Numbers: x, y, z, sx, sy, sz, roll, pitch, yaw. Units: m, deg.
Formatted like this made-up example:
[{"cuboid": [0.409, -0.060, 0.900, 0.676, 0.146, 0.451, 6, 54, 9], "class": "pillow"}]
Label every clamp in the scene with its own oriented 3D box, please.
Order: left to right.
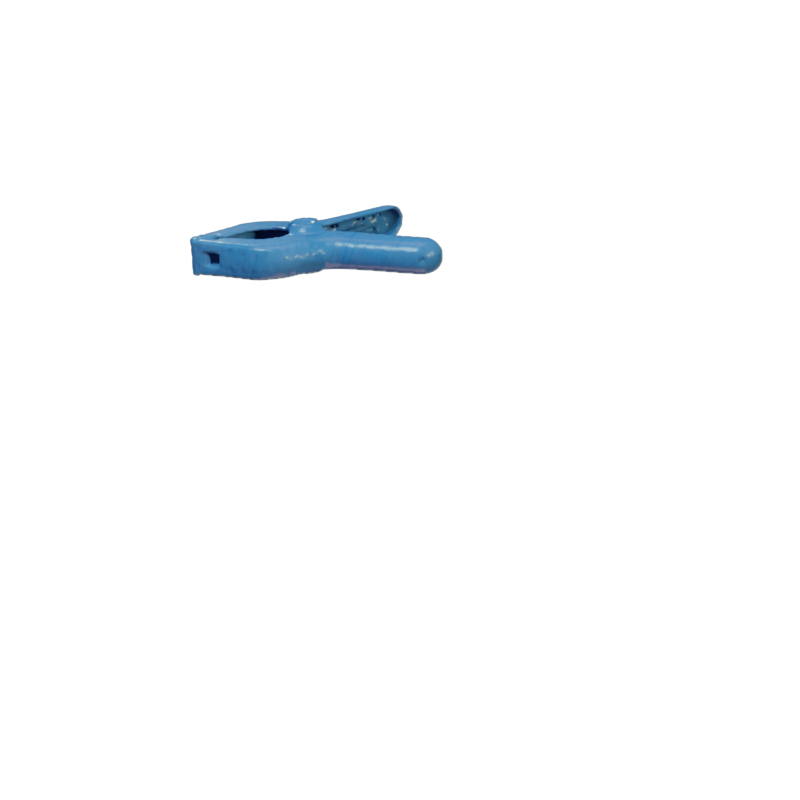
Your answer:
[{"cuboid": [-0.062, -0.113, 0.793, 0.171, 0.038, 0.124, -1, 17, -3], "class": "clamp"}]
